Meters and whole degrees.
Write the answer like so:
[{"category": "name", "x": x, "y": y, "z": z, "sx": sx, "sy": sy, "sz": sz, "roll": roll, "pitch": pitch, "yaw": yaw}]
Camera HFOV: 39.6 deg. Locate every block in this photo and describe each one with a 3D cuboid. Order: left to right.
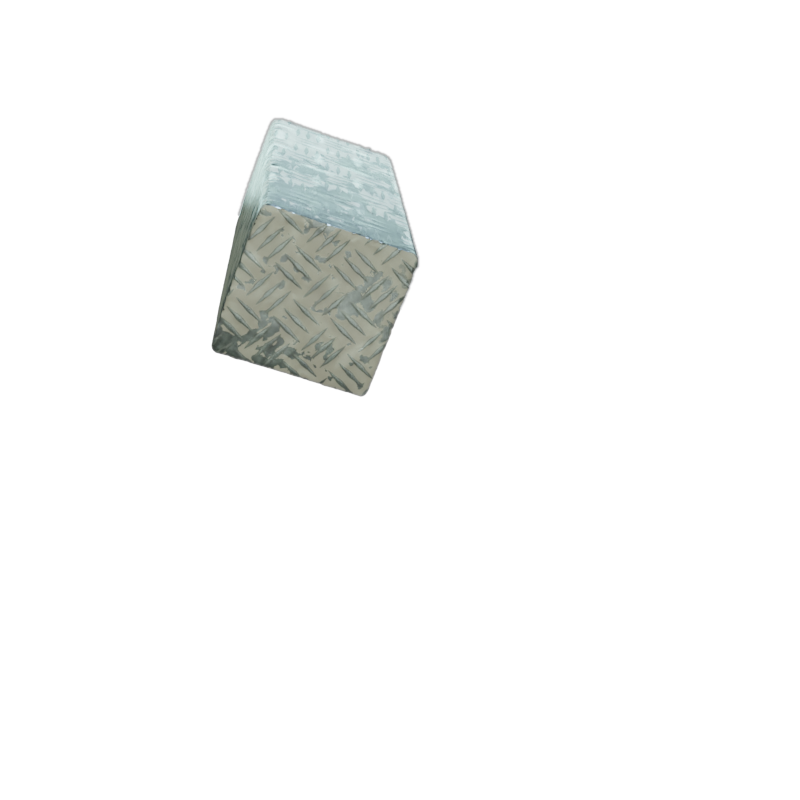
[{"category": "block", "x": -0.054, "y": -0.098, "z": 0.683, "sx": 0.089, "sy": 0.087, "sz": 0.217, "roll": 17, "pitch": 22, "yaw": -11}]
